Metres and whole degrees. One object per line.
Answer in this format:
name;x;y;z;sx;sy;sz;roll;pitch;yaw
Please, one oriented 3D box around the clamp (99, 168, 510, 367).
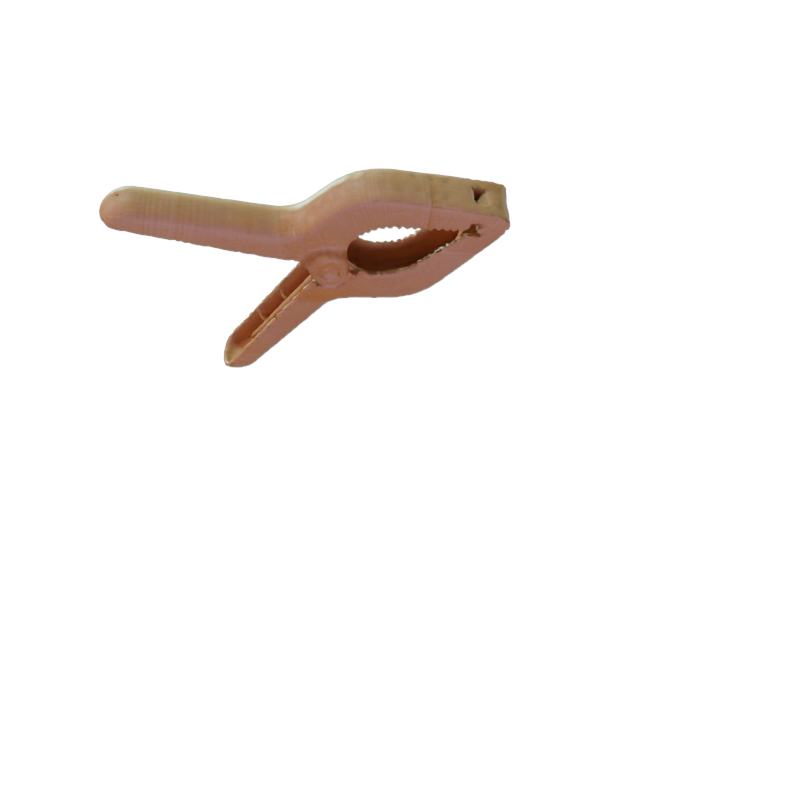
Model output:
clamp;-0.048;-0.087;0.608;0.212;0.039;0.152;-15;-35;22
